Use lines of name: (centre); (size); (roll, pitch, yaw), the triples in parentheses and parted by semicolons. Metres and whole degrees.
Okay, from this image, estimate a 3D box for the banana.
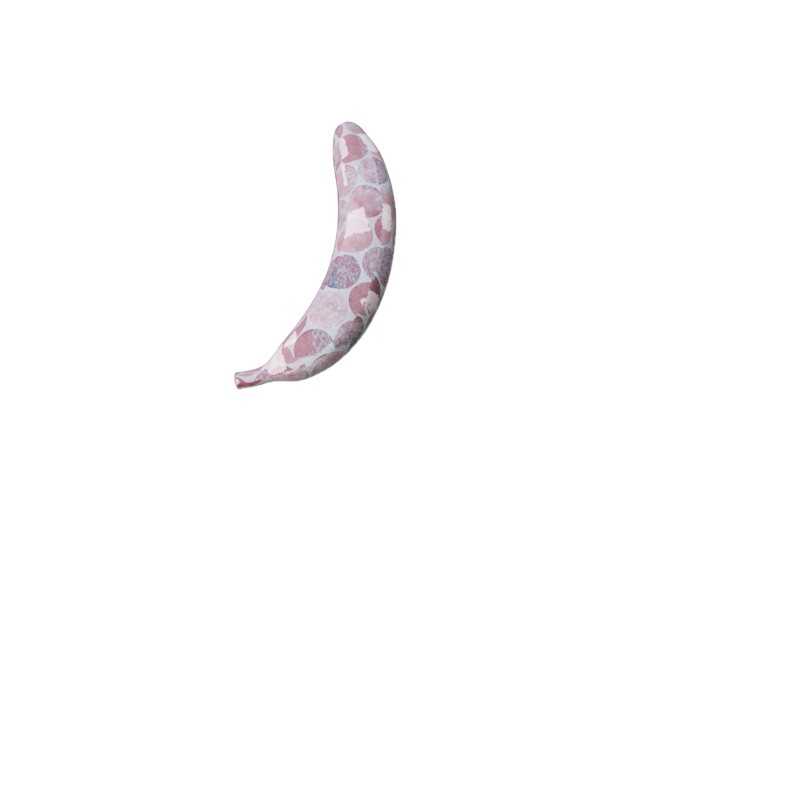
banana: (-0.038, -0.090, 0.691); (0.071, 0.206, 0.035); (16, -25, 7)
